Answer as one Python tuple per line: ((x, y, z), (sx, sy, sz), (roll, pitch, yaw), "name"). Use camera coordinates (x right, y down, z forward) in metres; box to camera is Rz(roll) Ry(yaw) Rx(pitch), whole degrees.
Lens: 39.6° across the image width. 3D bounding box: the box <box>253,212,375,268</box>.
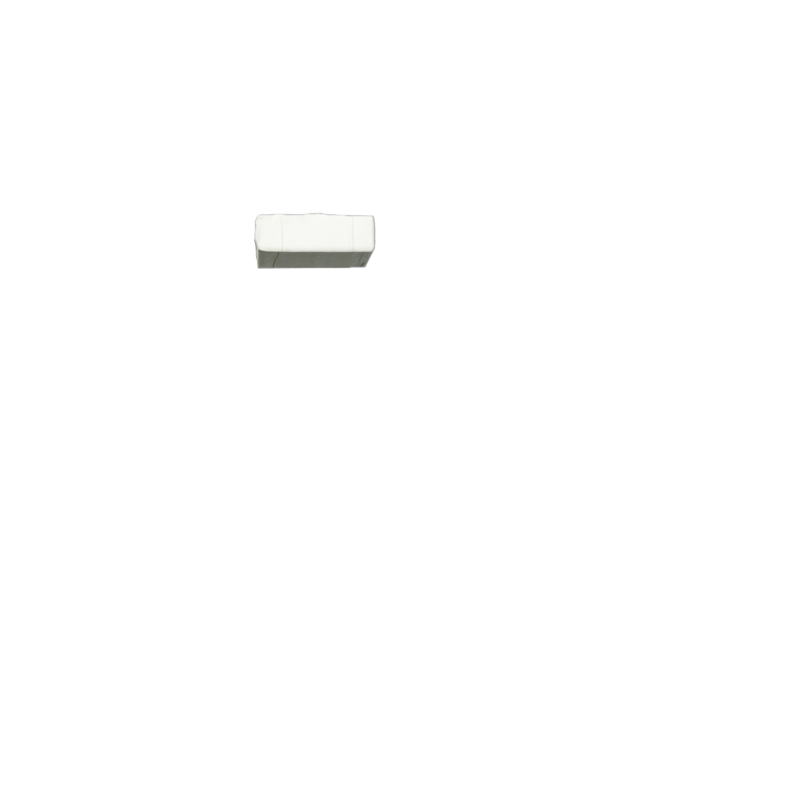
((-0.066, -0.121, 0.846), (0.089, 0.031, 0.072), (0, -5, -4), "box")
